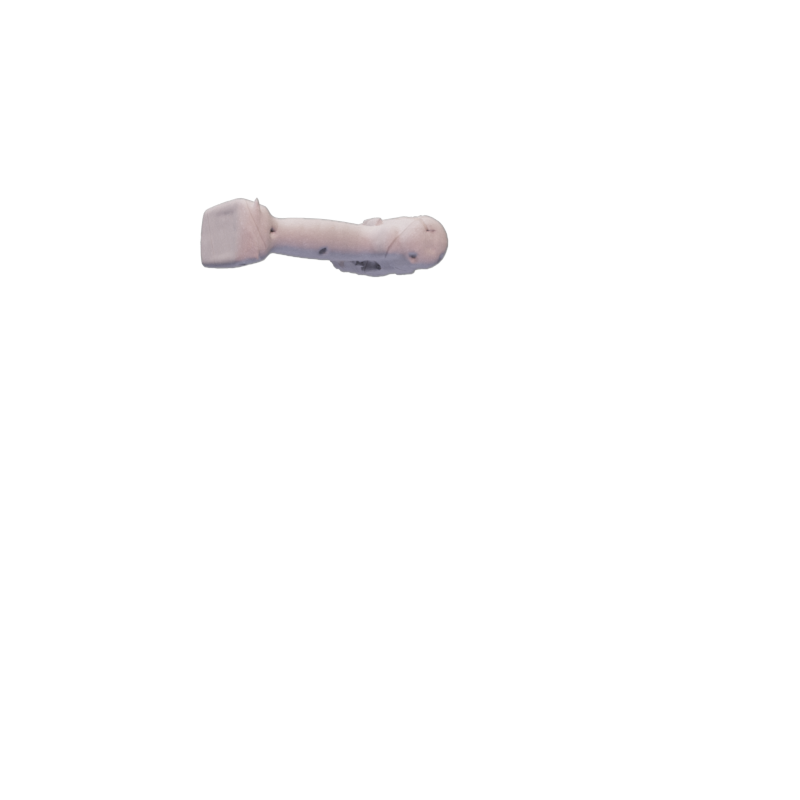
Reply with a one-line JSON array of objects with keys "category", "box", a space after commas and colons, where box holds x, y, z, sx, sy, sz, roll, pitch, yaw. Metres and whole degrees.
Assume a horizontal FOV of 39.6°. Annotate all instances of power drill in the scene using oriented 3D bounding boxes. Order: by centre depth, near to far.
[{"category": "power drill", "box": [-0.076, -0.139, 0.976, 0.182, 0.058, 0.189, -1, 2, -26]}]
